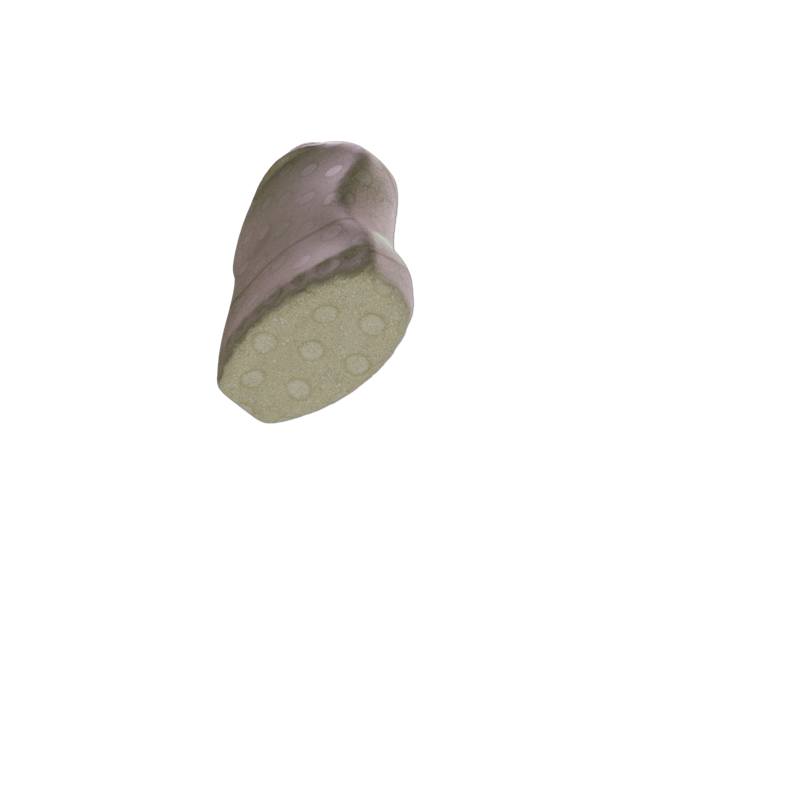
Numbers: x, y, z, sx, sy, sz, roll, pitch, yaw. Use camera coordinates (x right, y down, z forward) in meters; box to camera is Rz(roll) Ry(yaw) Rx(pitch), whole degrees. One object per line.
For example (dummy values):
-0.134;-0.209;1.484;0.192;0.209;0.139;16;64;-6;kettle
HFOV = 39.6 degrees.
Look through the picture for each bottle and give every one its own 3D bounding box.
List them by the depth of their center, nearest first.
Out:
-0.044;-0.080;0.560;0.095;0.205;0.055;-38;-60;22;bottle
